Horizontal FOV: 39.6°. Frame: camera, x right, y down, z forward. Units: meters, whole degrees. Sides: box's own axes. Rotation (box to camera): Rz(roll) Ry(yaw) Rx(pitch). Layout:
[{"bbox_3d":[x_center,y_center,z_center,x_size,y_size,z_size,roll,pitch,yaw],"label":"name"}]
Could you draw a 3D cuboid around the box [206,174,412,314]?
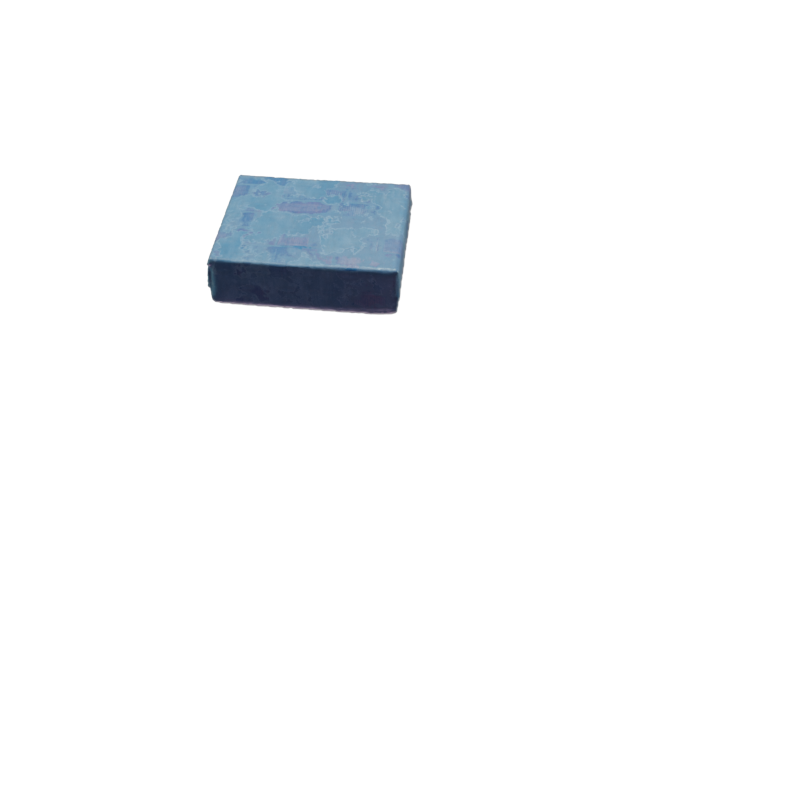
[{"bbox_3d":[-0.053,-0.096,0.672,0.114,0.036,0.095,5,43,5],"label":"box"}]
